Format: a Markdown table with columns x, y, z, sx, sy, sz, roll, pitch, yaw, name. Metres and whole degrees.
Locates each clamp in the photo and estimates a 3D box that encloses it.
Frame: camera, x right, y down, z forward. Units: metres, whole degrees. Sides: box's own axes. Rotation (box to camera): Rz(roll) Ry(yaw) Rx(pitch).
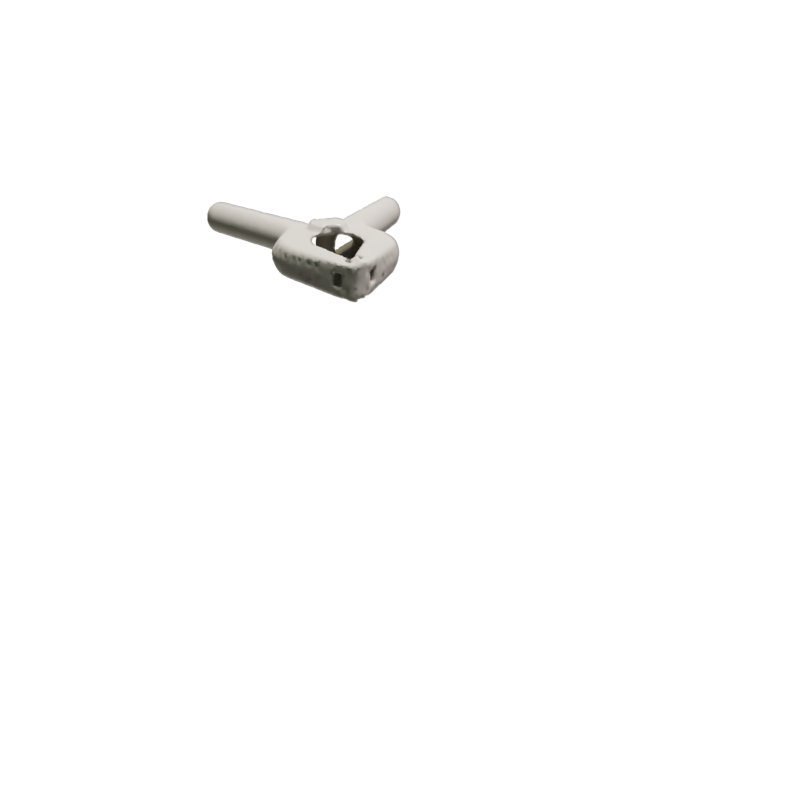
| x | y | z | sx | sy | sz | roll | pitch | yaw | name |
| --- | --- | --- | --- | --- | --- | --- | --- | --- | --- |
| -0.067 | -0.123 | 0.859 | 0.163 | 0.035 | 0.221 | -3 | 23 | -7 | clamp |
